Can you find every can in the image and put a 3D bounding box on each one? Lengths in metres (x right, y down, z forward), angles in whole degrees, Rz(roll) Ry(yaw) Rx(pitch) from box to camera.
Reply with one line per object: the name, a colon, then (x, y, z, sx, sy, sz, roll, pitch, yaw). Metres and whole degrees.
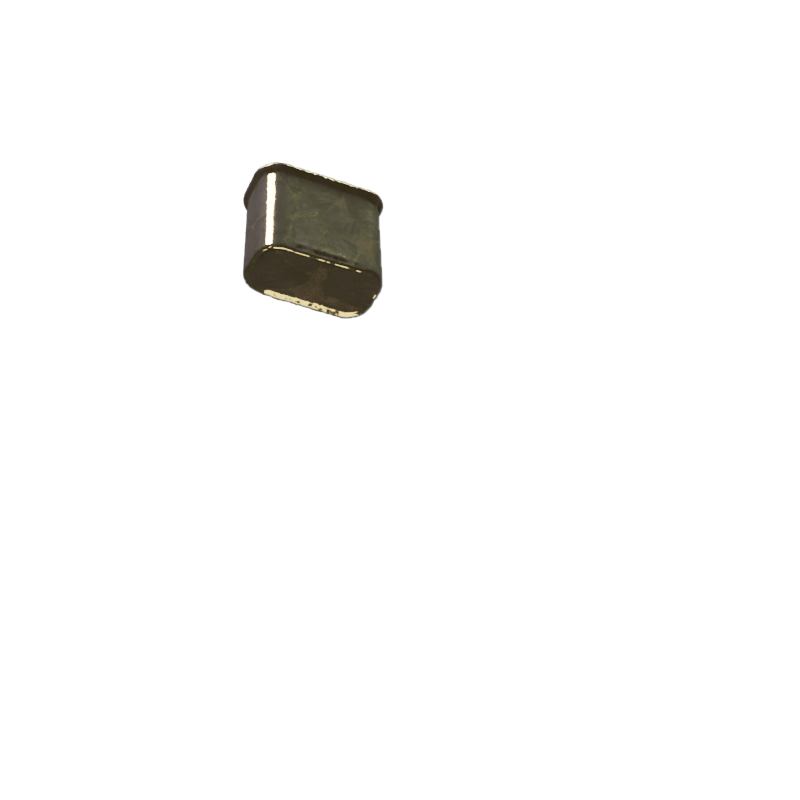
can: (-0.062, -0.114, 0.798, 0.099, 0.090, 0.055, 15, -44, -18)
